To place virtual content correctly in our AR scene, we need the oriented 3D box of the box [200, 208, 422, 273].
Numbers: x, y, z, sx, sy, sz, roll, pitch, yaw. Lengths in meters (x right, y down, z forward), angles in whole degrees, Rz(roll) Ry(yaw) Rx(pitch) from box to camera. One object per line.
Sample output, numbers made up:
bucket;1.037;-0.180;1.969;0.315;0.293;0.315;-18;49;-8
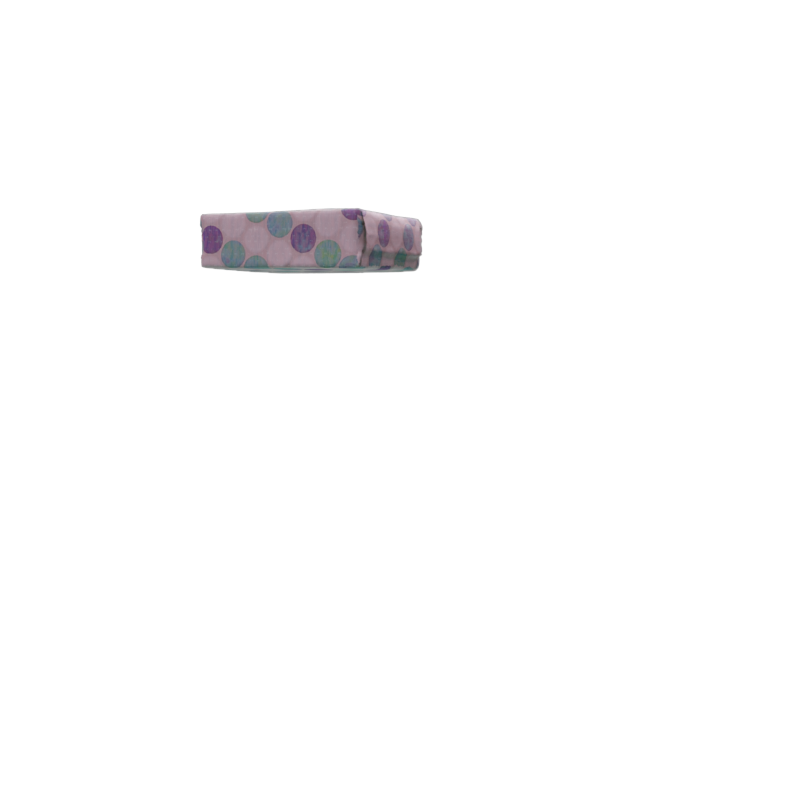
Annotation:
box;-0.043;-0.079;0.553;0.092;0.030;0.071;2;4;26
